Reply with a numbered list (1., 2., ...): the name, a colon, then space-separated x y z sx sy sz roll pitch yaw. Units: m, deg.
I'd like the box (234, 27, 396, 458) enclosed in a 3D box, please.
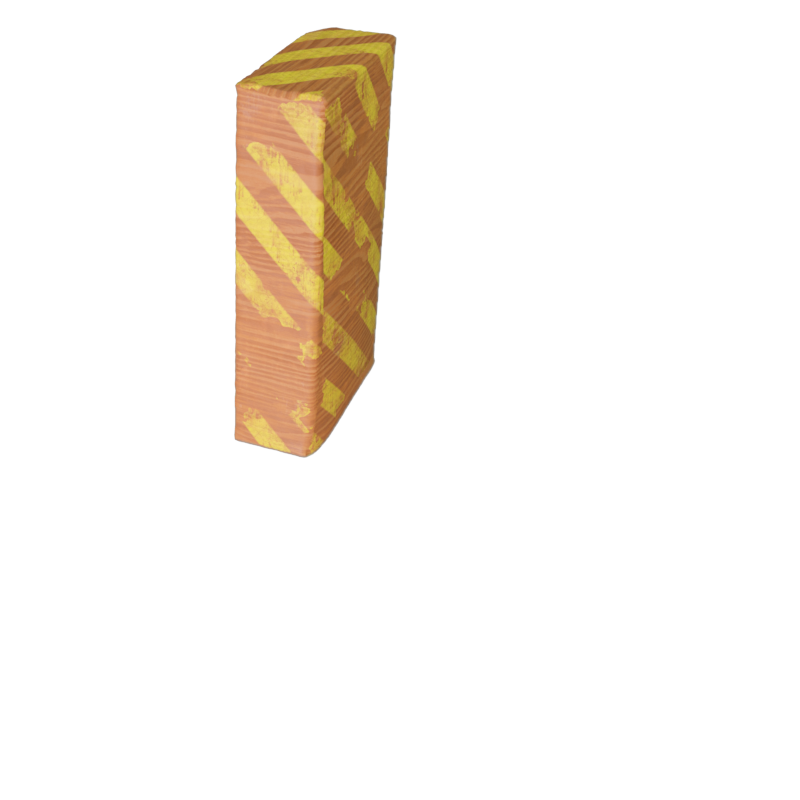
1. box: -0.040 -0.072 0.504 0.049 0.166 0.096 10 30 15
